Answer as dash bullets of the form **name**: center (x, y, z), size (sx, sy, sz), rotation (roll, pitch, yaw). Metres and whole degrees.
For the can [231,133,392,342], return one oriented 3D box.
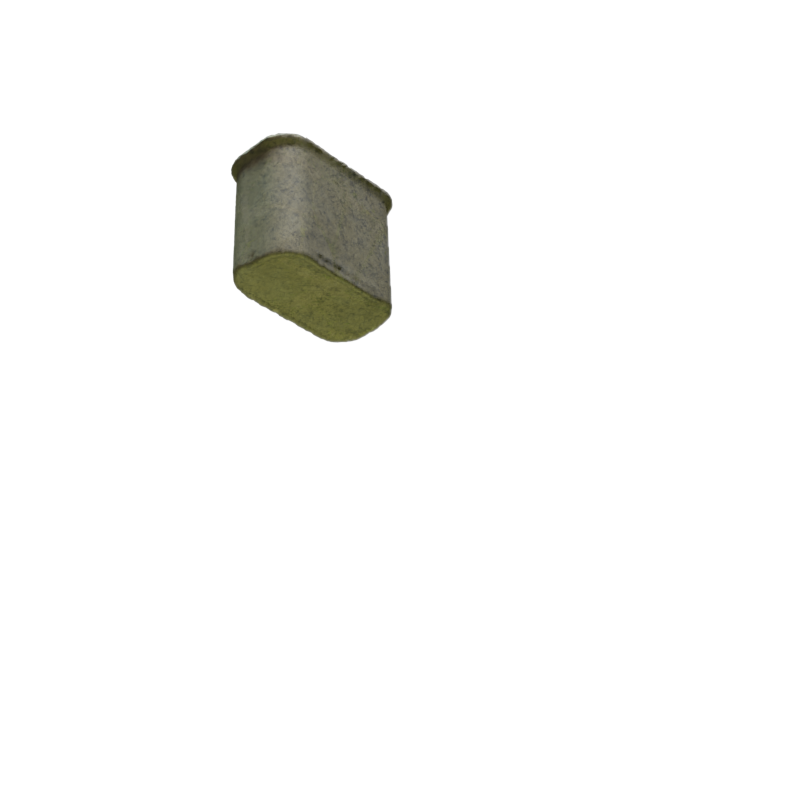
- **can**: center (-0.050, -0.092, 0.642), size (0.057, 0.090, 0.095), rotation (-29, -42, 34)
